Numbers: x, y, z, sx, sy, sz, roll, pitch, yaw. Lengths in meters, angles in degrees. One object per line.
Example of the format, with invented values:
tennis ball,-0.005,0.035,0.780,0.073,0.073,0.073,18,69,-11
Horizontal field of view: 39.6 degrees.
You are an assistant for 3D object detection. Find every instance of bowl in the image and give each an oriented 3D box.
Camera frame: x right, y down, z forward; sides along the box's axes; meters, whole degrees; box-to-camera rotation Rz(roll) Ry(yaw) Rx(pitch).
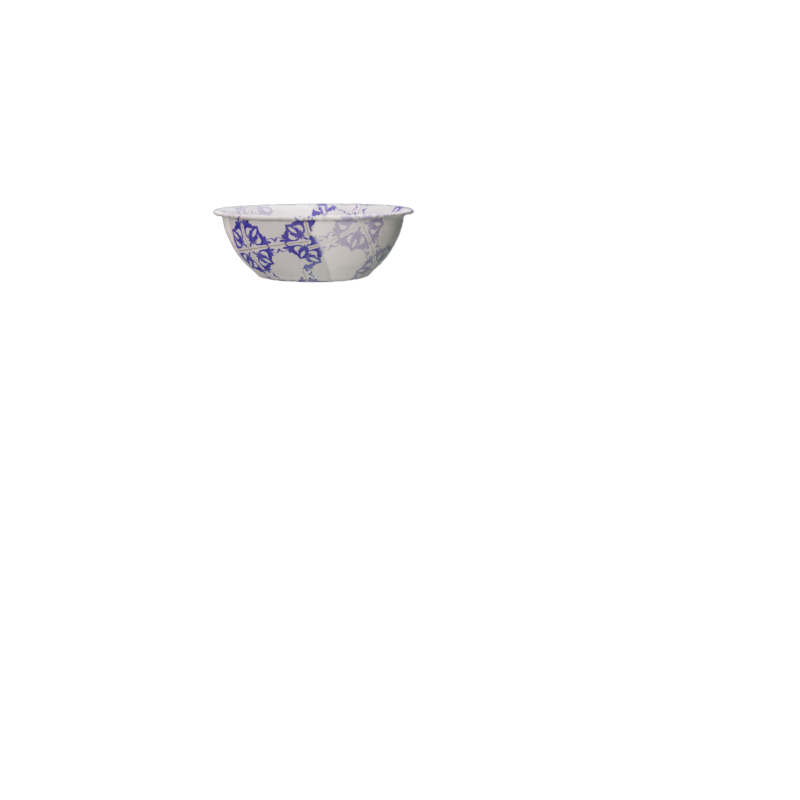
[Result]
bowl,-0.070,-0.128,0.897,0.162,0.054,0.166,0,13,-2
